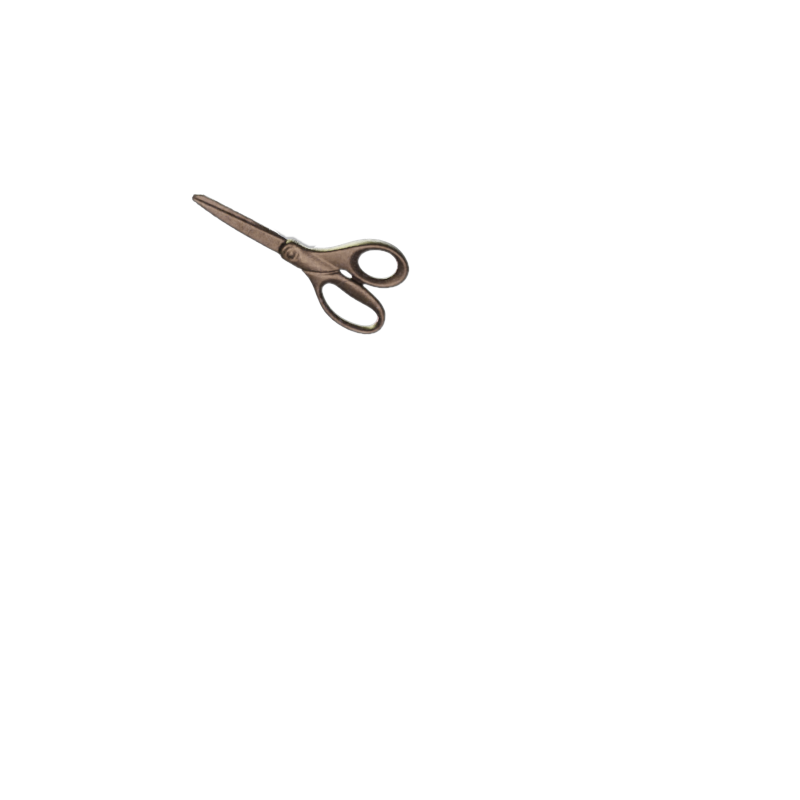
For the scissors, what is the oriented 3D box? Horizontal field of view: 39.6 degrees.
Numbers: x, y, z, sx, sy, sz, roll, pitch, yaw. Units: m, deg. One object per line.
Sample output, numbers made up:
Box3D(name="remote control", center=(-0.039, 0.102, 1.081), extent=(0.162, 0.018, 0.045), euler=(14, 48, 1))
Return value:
Box3D(name="scissors", center=(-0.075, -0.136, 0.956), extent=(0.095, 0.193, 0.017), euler=(-41, 17, 16))
